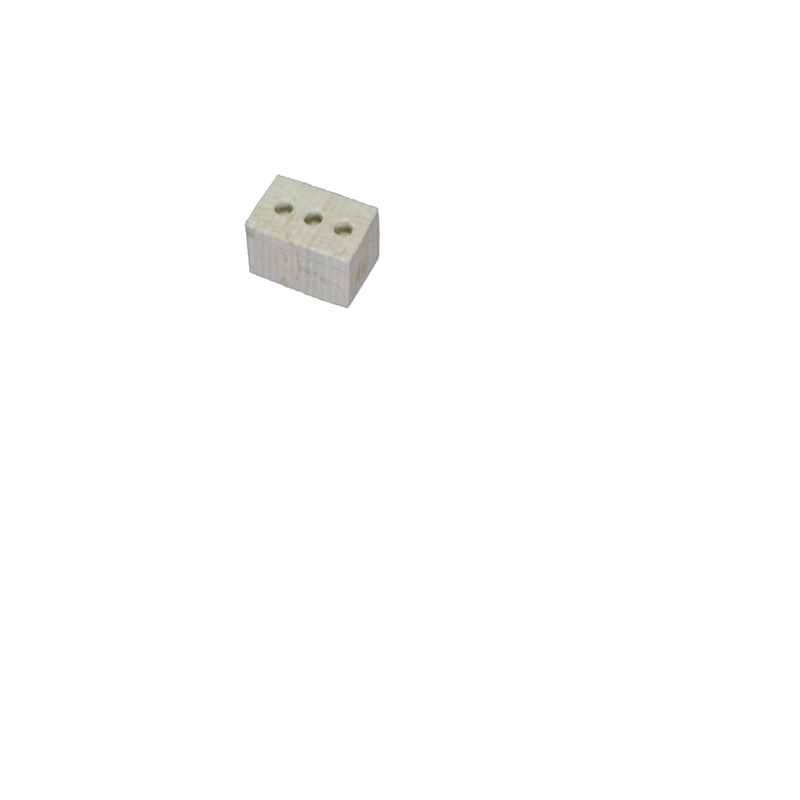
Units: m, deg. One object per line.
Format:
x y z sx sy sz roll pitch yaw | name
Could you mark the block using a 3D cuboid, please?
-0.059 -0.107 0.748 0.080 0.055 0.048 20 -35 14 | block
